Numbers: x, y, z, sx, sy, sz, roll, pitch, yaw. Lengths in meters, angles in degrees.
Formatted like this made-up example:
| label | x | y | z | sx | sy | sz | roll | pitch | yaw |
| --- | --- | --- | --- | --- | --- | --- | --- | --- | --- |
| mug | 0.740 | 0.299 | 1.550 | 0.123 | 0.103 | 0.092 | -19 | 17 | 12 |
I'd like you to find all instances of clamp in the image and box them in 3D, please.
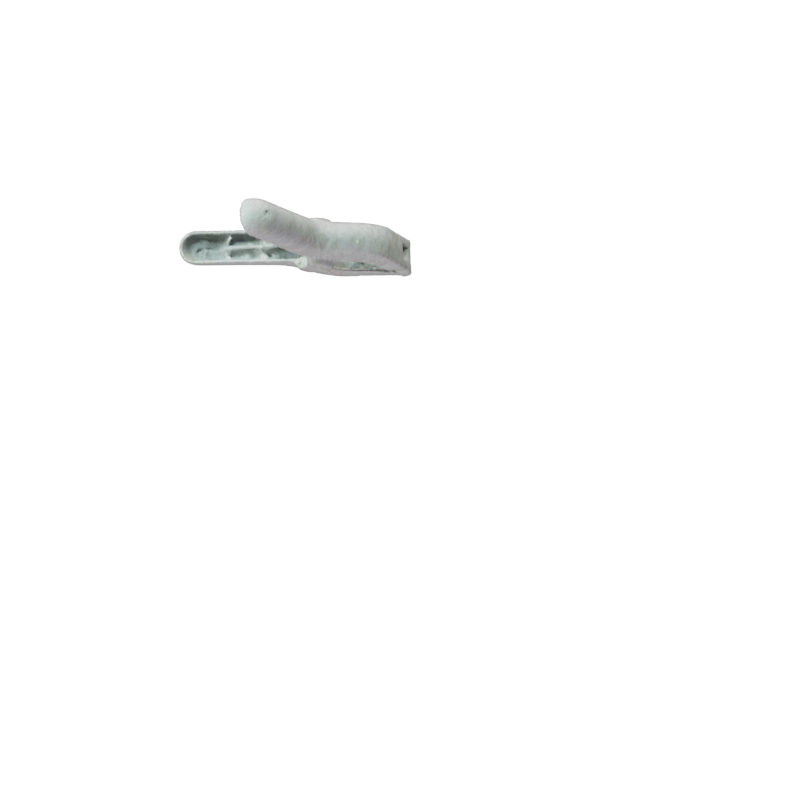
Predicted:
| label | x | y | z | sx | sy | sz | roll | pitch | yaw |
| --- | --- | --- | --- | --- | --- | --- | --- | --- | --- |
| clamp | -0.062 | -0.113 | 0.790 | 0.167 | 0.040 | 0.122 | 0 | -1 | -21 |
